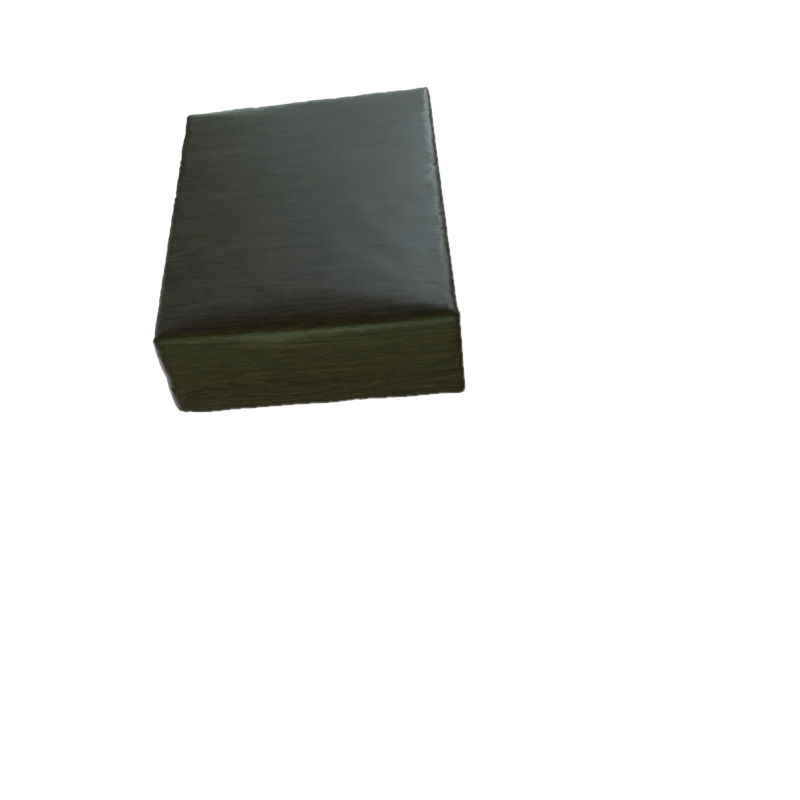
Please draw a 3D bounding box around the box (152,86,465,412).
[{"bbox_3d":[-0.053,-0.096,0.673,0.165,0.230,0.066,-6,-45,3],"label":"box"}]
